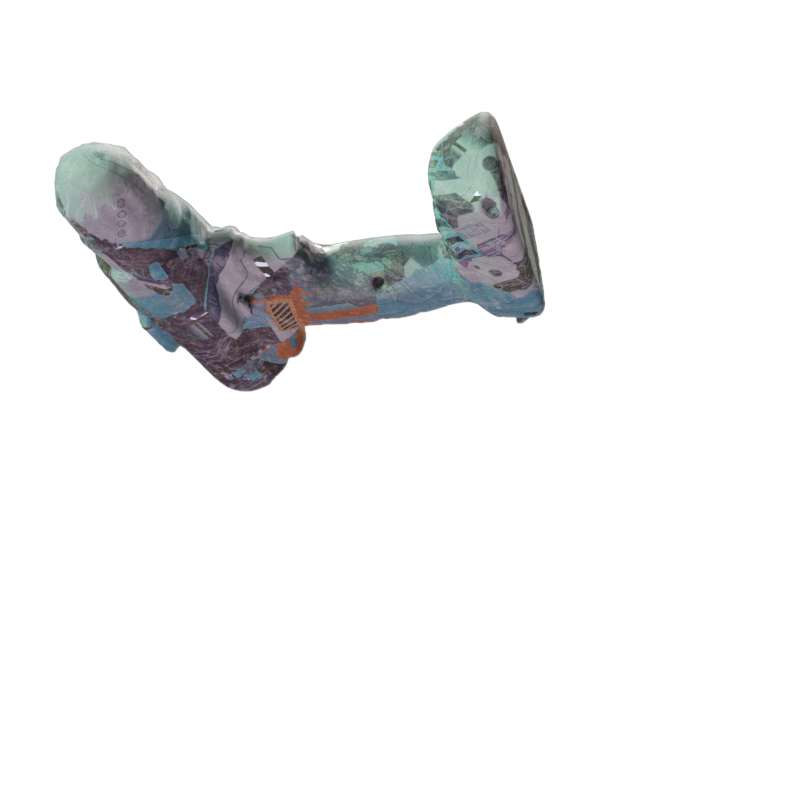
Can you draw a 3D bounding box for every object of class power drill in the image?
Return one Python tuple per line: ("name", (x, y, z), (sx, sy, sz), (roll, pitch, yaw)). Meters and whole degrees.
("power drill", (-0.039, -0.072, 0.501), (0.190, 0.061, 0.171), (-9, -28, 17))
